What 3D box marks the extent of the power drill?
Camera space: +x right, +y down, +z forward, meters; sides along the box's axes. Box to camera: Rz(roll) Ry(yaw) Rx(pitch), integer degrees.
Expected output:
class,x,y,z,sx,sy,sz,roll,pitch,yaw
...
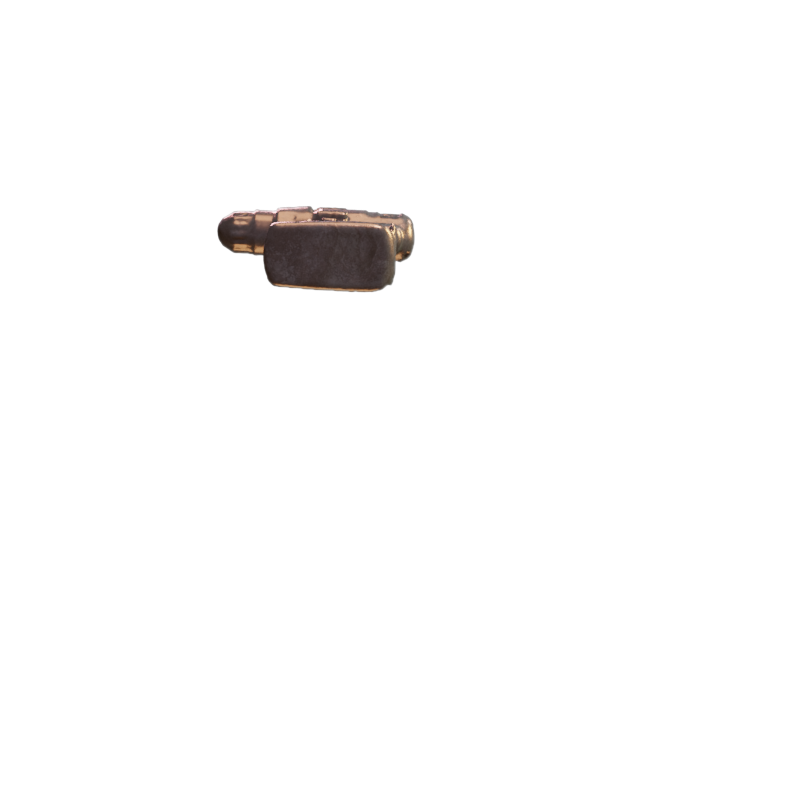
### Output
class,x,y,z,sx,sy,sz,roll,pitch,yaw
power drill,-0.076,-0.138,0.970,0.184,0.056,0.193,0,15,0
